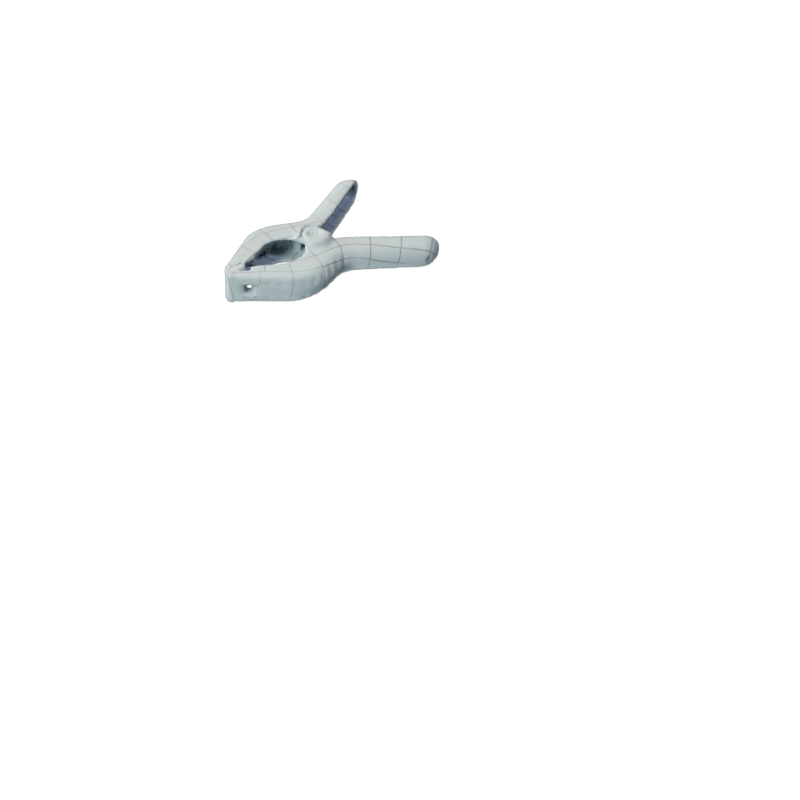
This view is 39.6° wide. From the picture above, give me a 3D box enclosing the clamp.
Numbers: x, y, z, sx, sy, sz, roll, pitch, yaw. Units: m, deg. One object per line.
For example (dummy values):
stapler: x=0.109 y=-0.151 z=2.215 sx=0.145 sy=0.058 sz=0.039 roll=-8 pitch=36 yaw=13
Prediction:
clamp: x=-0.069 y=-0.126 z=0.884 sx=0.169 sy=0.037 sz=0.130 roll=-17 pitch=39 yaw=-23
